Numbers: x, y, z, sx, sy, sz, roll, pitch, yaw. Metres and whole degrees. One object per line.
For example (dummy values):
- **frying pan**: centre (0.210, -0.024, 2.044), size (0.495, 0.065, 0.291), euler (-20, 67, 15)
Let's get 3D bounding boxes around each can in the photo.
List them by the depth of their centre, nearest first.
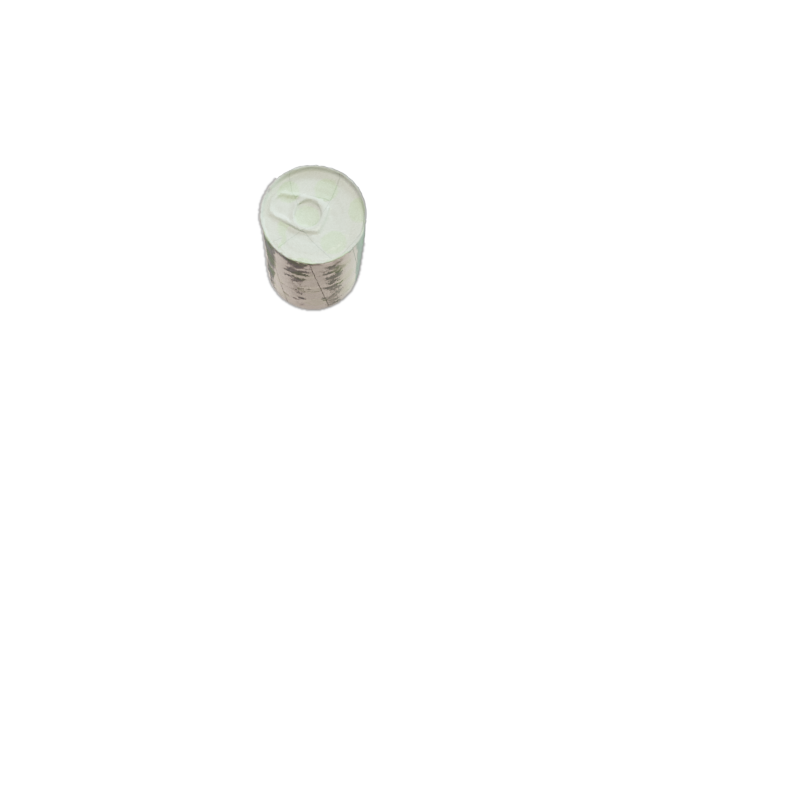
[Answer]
- **can**: centre (-0.058, -0.106, 0.746), size (0.068, 0.072, 0.098), euler (0, -16, -3)
